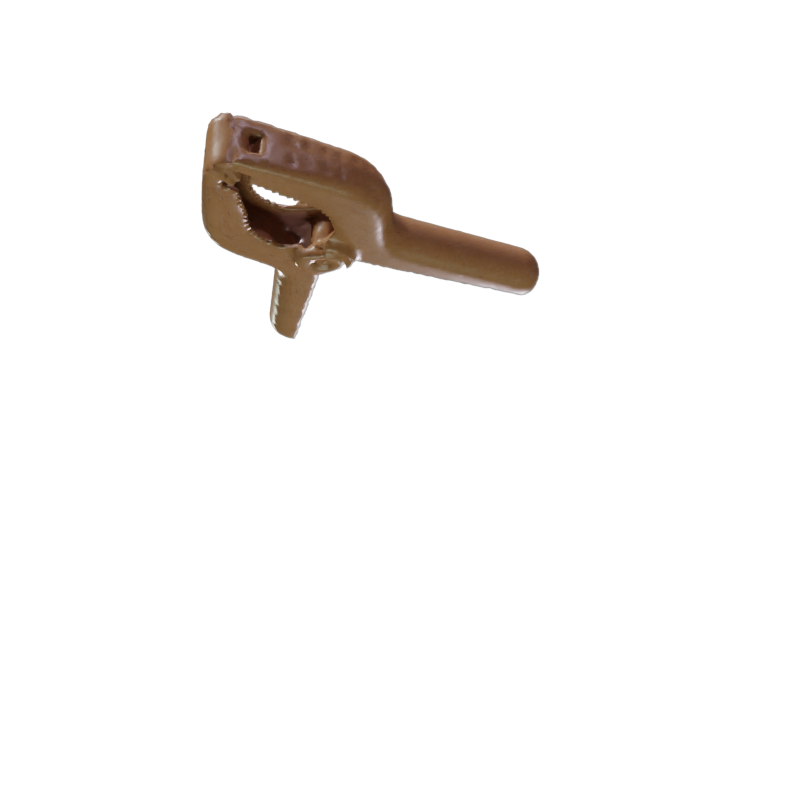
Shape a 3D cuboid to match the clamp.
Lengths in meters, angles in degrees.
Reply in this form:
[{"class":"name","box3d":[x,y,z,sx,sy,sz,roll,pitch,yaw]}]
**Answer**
[{"class":"clamp","box3d":[-0.045,-0.082,0.575,0.167,0.038,0.196,-13,-24,32]}]
